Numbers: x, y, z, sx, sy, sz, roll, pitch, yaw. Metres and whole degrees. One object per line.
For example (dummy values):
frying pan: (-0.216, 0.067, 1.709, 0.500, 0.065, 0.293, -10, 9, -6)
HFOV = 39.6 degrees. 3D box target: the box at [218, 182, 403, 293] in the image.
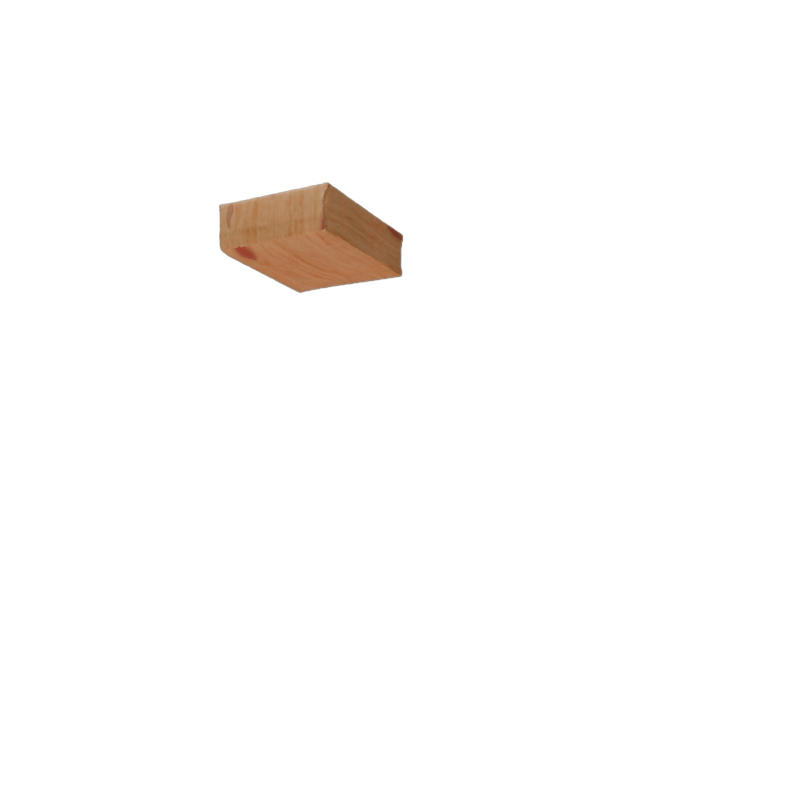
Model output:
box: (-0.062, -0.112, 0.787, 0.092, 0.040, 0.107, -7, -14, 28)
